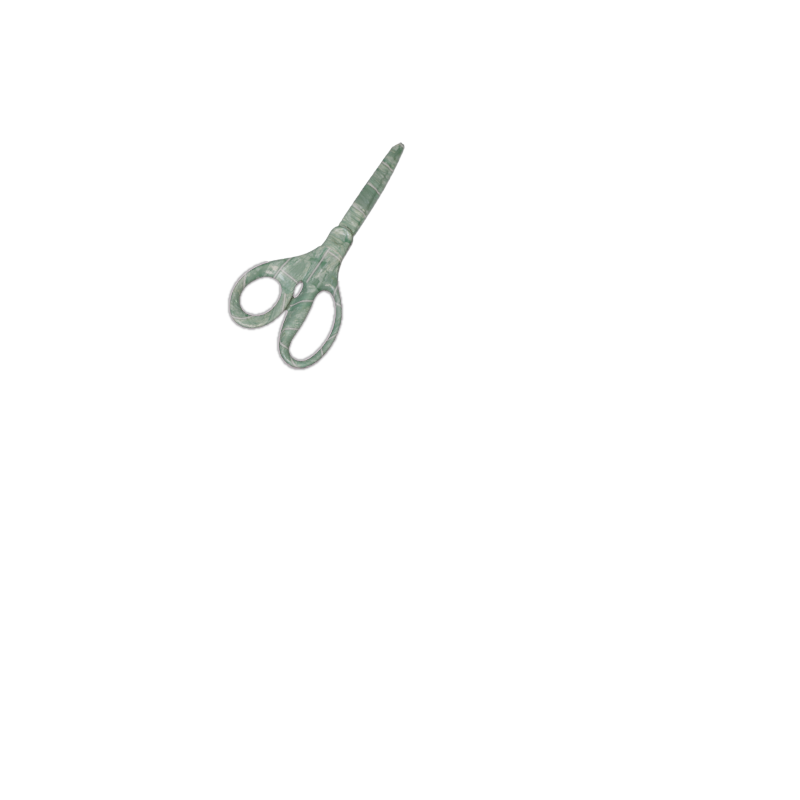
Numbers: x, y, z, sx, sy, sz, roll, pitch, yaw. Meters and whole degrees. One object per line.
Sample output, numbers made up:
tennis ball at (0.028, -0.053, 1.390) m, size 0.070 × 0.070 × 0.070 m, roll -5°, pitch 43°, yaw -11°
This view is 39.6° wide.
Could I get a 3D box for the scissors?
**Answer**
scissors at (-0.067, -0.123, 0.861) m, size 0.097 × 0.209 × 0.015 m, roll 14°, pitch -19°, yaw 5°
